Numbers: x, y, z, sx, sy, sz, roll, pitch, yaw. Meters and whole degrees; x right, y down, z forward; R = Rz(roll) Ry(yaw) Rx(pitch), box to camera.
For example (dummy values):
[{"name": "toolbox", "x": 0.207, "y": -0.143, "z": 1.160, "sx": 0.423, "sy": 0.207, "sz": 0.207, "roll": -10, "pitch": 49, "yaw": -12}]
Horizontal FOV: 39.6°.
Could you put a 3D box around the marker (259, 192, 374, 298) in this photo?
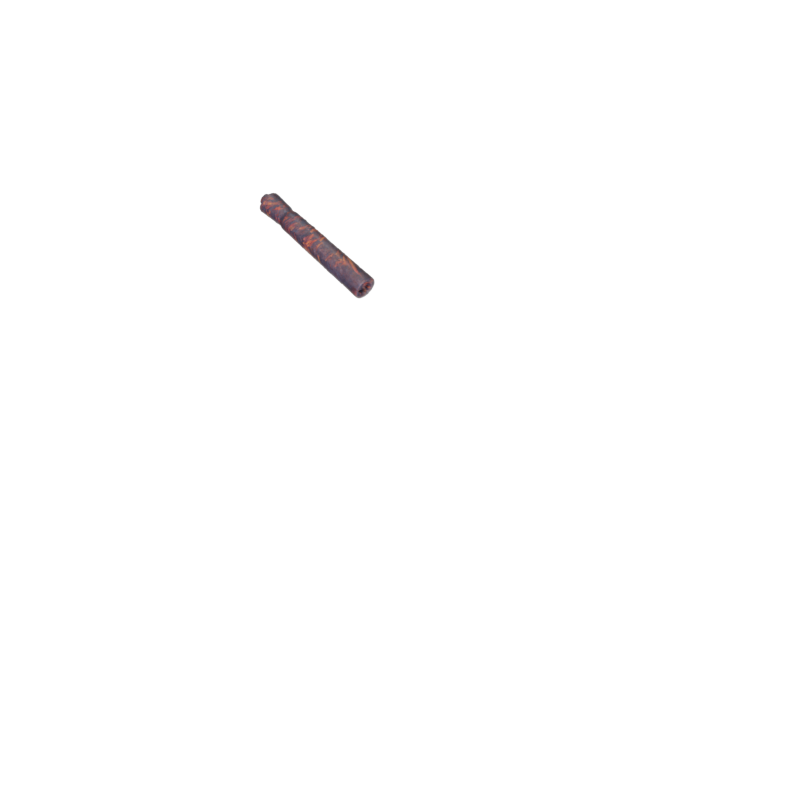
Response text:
[{"name": "marker", "x": -0.066, "y": -0.121, "z": 0.847, "sx": 0.129, "sy": 0.019, "sz": 0.019, "roll": 44, "pitch": 27, "yaw": 29}]
